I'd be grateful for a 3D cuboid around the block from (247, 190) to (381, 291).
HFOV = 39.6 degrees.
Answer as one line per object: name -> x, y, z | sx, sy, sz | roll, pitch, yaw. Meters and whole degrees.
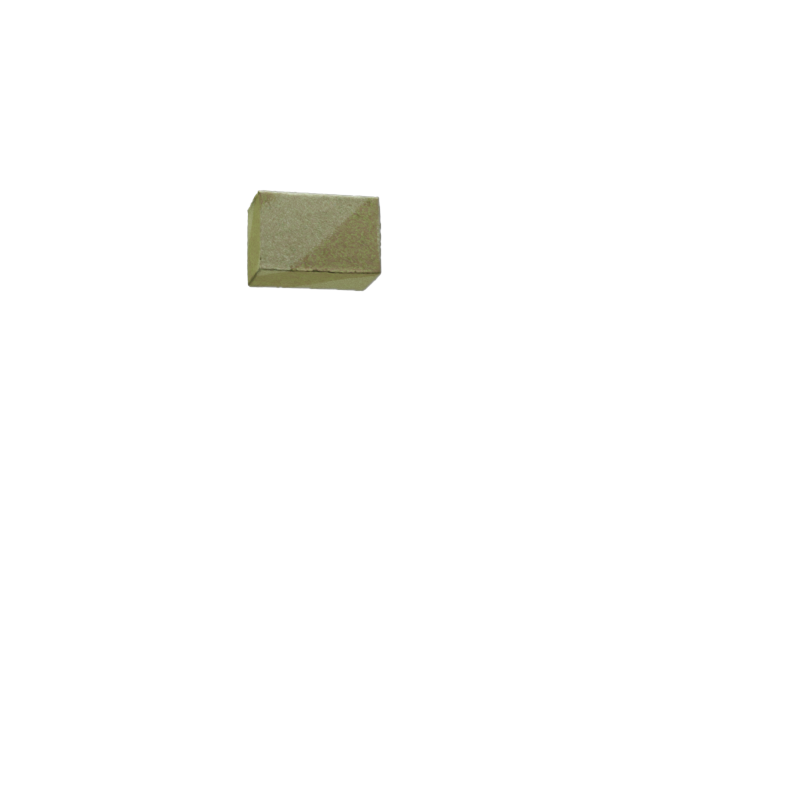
block -> -0.054, -0.099, 0.695 | 0.077, 0.053, 0.052 | 2, -10, -13
